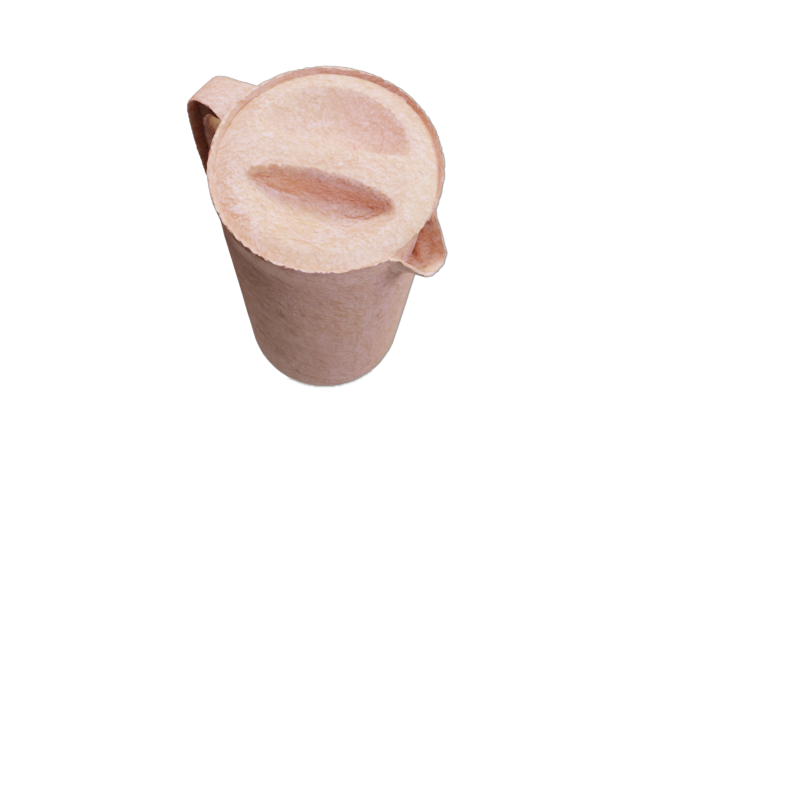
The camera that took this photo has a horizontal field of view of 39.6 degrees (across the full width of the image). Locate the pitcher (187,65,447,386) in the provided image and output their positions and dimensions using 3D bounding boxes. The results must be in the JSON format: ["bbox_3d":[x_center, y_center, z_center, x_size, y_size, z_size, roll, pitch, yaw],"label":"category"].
[{"bbox_3d":[-0.056,-0.103,0.721,0.144,0.157,0.231,-4,-20,-5],"label":"pitcher"}]
